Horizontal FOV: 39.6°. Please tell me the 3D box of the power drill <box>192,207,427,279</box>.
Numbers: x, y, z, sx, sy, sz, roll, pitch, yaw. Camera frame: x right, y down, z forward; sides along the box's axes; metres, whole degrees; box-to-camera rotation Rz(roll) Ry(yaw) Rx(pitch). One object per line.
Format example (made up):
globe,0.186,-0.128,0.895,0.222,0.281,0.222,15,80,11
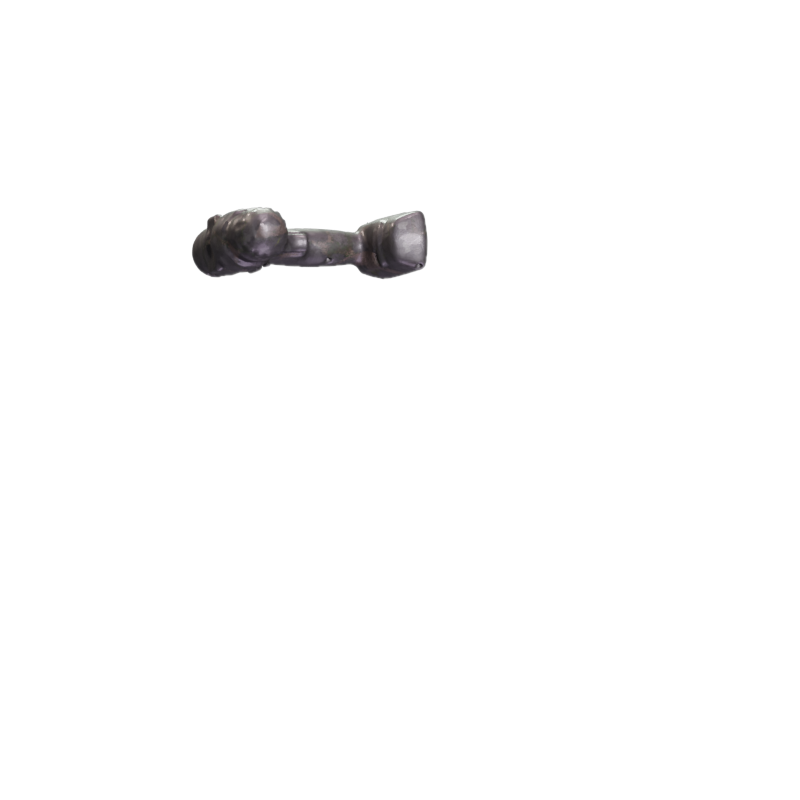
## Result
power drill,-0.075,-0.137,0.962,0.183,0.058,0.189,-1,2,-22
